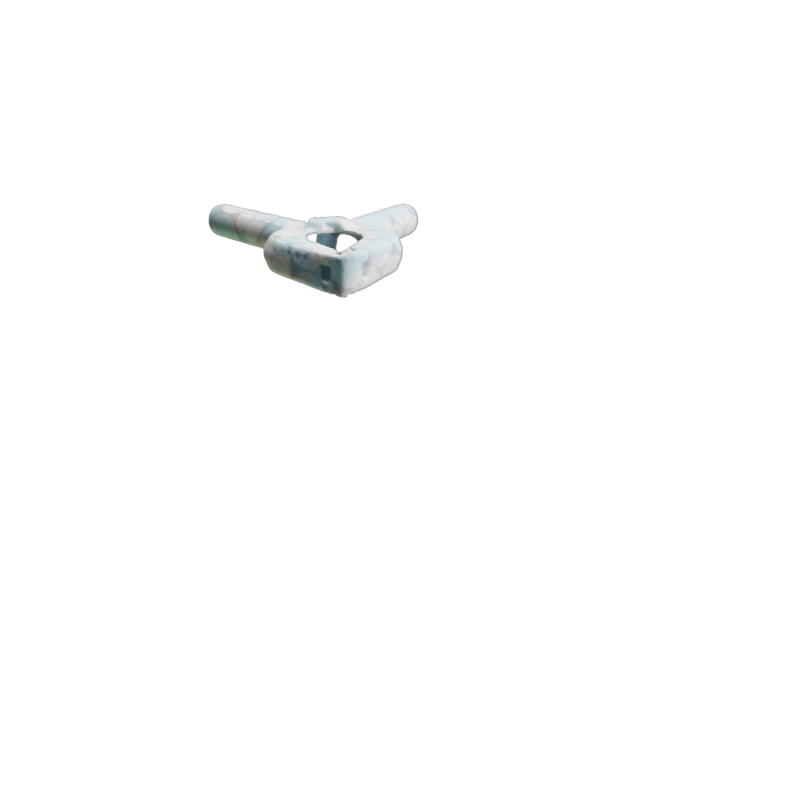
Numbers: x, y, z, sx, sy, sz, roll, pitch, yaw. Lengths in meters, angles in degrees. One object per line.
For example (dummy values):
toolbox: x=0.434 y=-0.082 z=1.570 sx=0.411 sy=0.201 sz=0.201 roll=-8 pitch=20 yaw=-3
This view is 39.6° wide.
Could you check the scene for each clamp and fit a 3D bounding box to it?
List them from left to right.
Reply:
clamp: x=-0.062 y=-0.113 z=0.791 sx=0.164 sy=0.035 sz=0.218 roll=-1 pitch=19 yaw=-2
